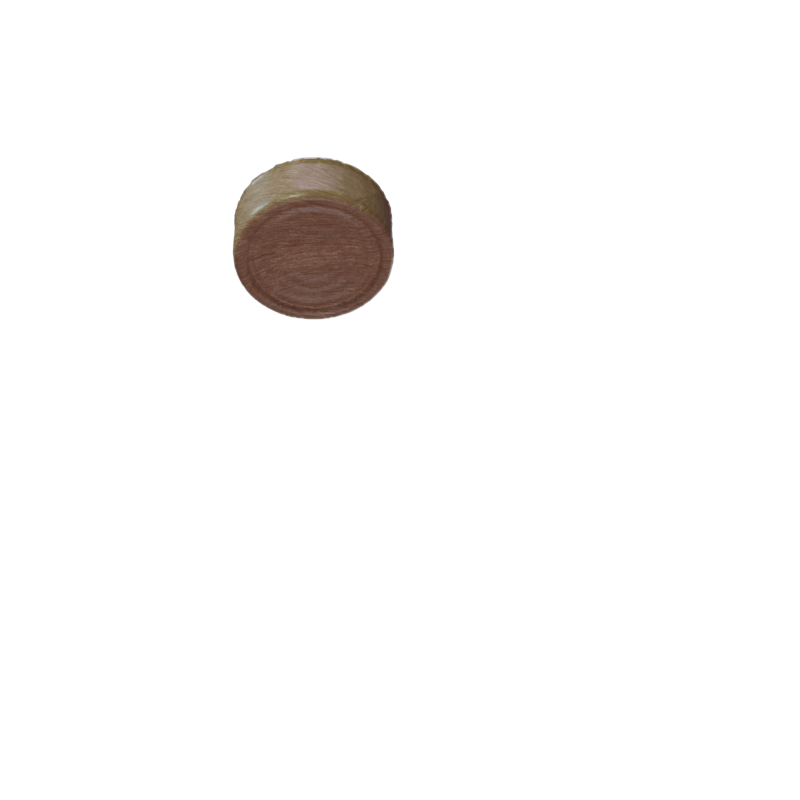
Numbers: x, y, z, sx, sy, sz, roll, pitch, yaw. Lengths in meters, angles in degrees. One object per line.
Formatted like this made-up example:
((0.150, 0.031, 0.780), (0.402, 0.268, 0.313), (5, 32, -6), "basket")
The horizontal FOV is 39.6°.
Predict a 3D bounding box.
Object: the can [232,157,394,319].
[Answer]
((-0.046, -0.084, 0.588), (0.086, 0.080, 0.036), (1, 41, -1), "can")
